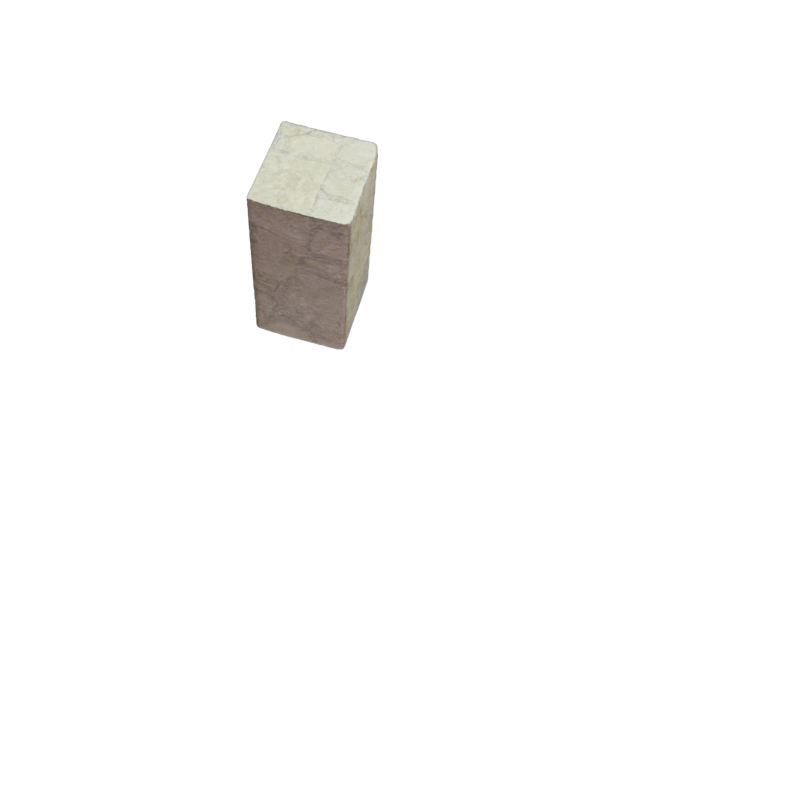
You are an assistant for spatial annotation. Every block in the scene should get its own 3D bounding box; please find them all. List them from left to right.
[{"bbox_3d":[-0.077,-0.142,0.997,0.092,0.095,0.193,16,-30,6],"label":"block"}]
